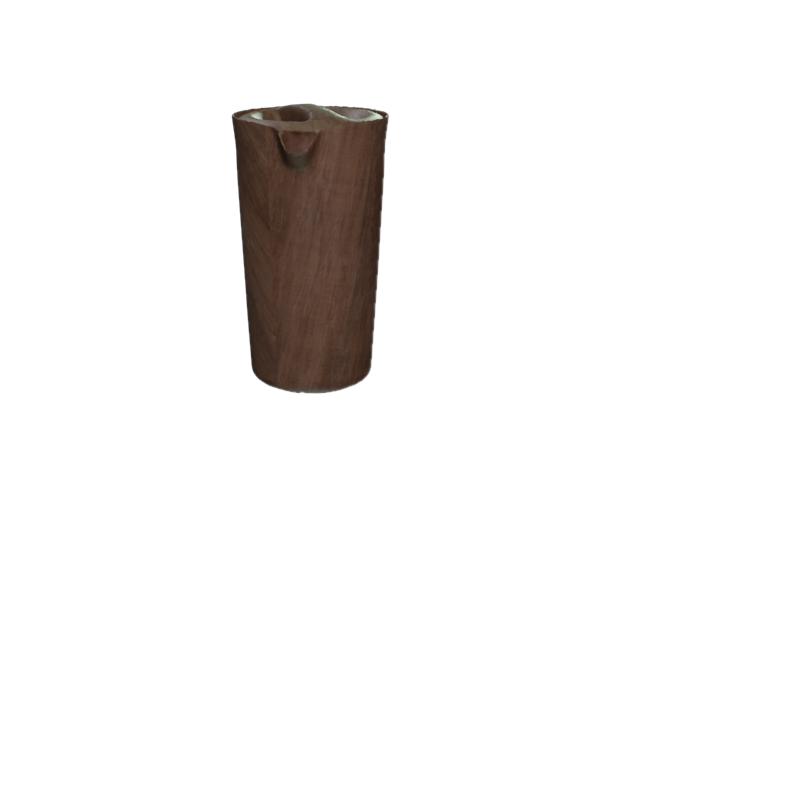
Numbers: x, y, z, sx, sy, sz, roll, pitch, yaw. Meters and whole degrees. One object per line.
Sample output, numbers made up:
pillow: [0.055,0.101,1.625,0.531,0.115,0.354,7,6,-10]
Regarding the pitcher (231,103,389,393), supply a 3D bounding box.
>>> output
pitcher: [-0.077,-0.140,0.979,0.146,0.234,0.154,-13,22,-39]
